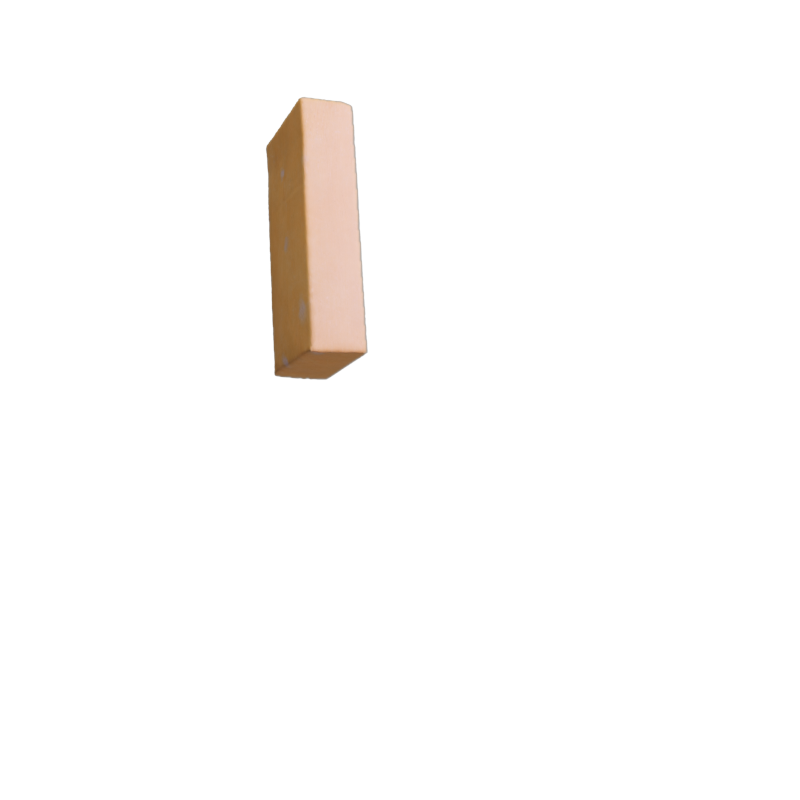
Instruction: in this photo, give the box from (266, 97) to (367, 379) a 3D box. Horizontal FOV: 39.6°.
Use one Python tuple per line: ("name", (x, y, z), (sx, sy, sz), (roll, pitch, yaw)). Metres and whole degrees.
("box", (-0.059, -0.109, 0.763), (0.047, 0.183, 0.092), (5, -17, -20))
